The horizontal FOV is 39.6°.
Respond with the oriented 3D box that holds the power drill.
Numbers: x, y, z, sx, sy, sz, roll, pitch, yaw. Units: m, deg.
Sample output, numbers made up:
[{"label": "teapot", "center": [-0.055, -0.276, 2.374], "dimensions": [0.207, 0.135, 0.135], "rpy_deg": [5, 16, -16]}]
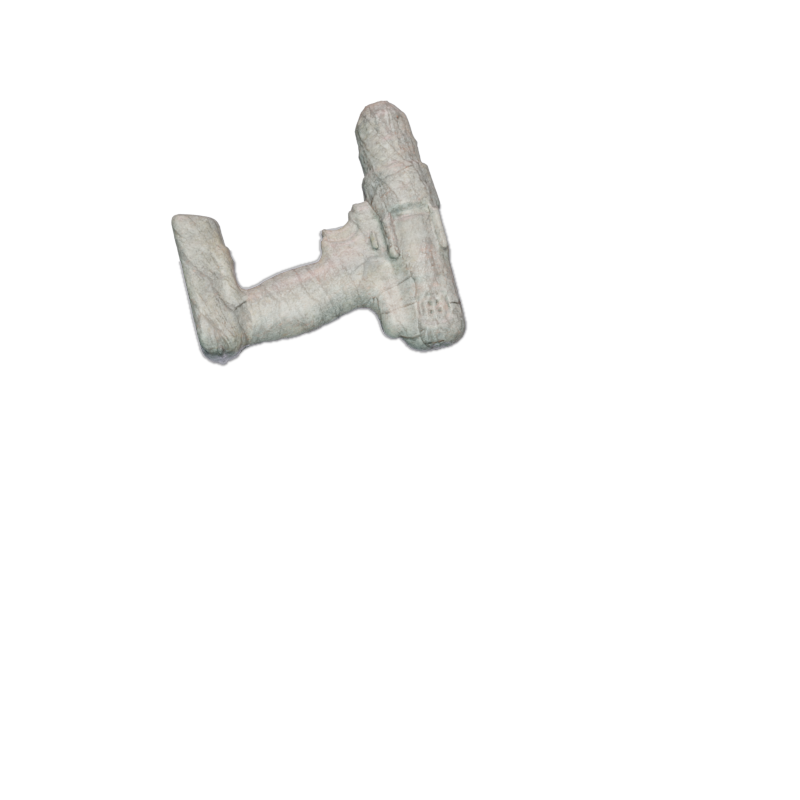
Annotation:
[{"label": "power drill", "center": [-0.060, -0.110, 0.773], "dimensions": [0.187, 0.193, 0.055], "rpy_deg": [-13, -17, -4]}]
